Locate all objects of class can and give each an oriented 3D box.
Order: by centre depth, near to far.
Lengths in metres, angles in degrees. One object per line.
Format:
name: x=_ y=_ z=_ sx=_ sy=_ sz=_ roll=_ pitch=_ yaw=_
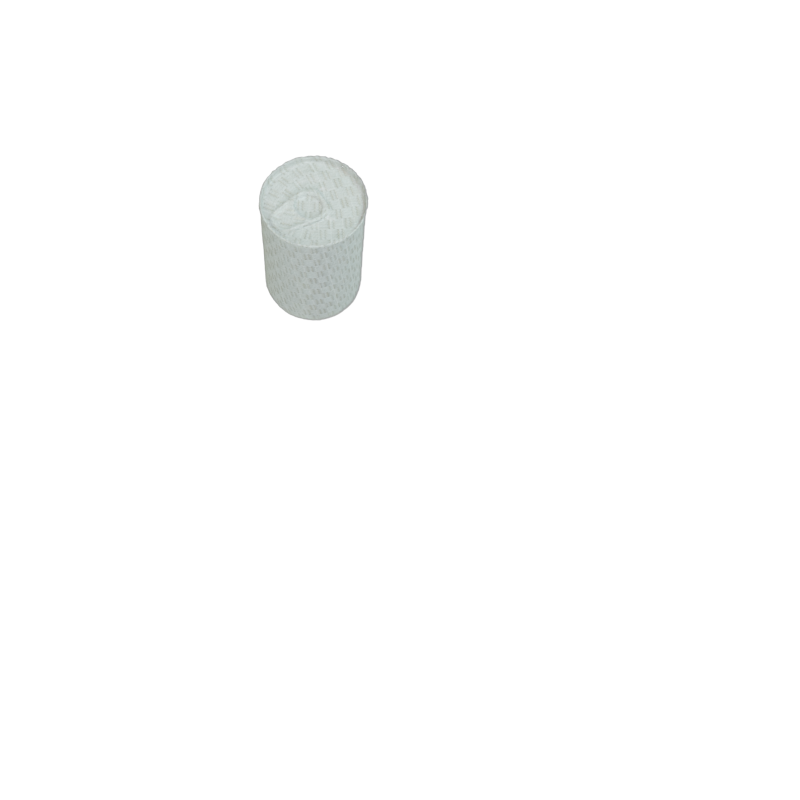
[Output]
can: x=-0.057 y=-0.104 z=0.729 sx=0.068 sy=0.073 sz=0.096 roll=0 pitch=-26 yaw=-3
